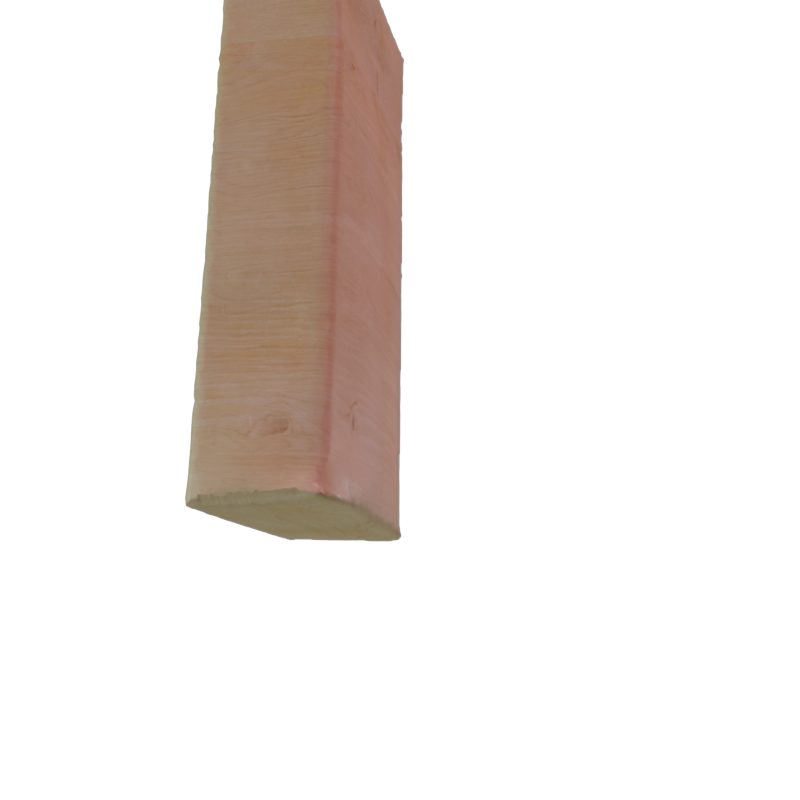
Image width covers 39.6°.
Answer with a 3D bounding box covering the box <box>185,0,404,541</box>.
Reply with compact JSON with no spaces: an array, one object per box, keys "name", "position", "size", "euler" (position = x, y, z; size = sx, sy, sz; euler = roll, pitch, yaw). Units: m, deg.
[{"name":"box","position":[-0.028,-0.050,0.351],"size":[0.049,0.185,0.088],"euler":[-6,-20,12]}]
